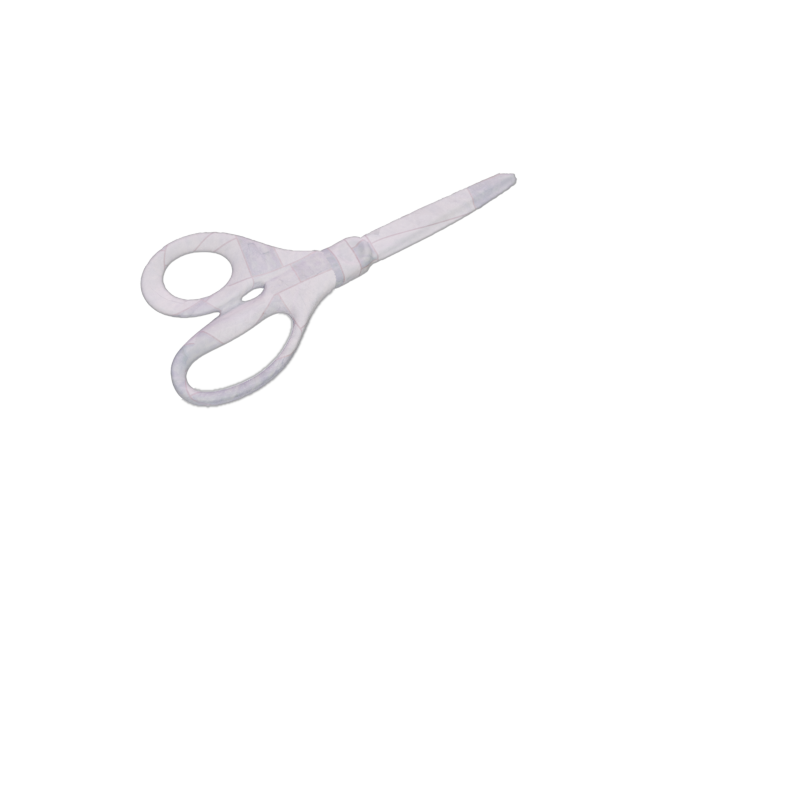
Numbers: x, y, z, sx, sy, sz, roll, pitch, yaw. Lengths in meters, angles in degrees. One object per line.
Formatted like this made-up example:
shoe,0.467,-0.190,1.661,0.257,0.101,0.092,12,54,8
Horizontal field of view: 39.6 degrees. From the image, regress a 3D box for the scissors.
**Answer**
scissors,-0.043,-0.079,0.554,0.101,0.204,0.015,41,-19,17
